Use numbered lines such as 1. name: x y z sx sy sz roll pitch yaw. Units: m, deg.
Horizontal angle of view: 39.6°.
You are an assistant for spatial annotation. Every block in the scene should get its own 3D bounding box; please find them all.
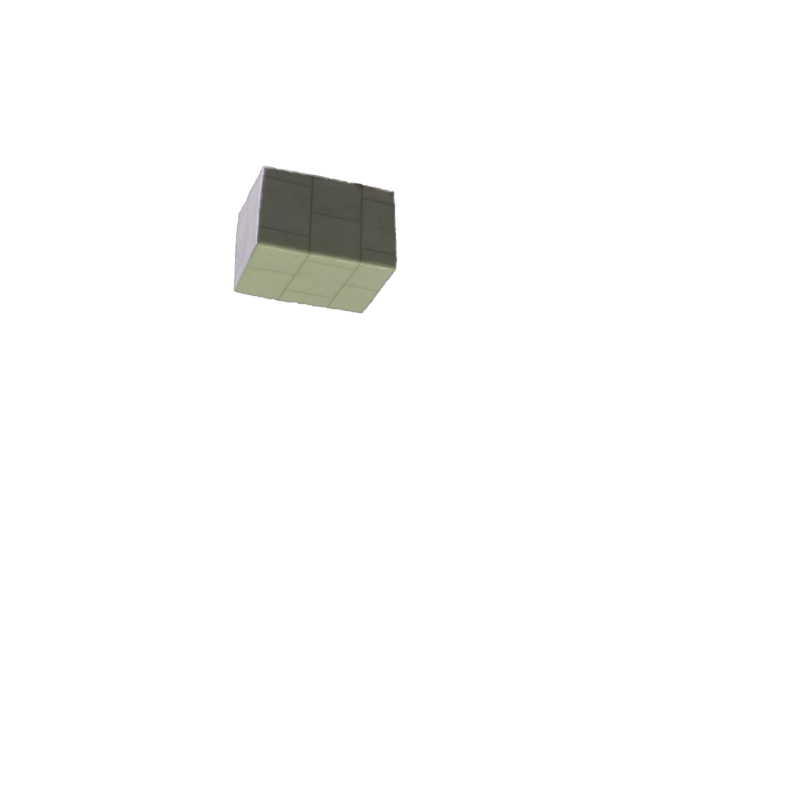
1. block: -0.047 -0.086 0.602 0.076 0.055 0.051 9 -31 -18
